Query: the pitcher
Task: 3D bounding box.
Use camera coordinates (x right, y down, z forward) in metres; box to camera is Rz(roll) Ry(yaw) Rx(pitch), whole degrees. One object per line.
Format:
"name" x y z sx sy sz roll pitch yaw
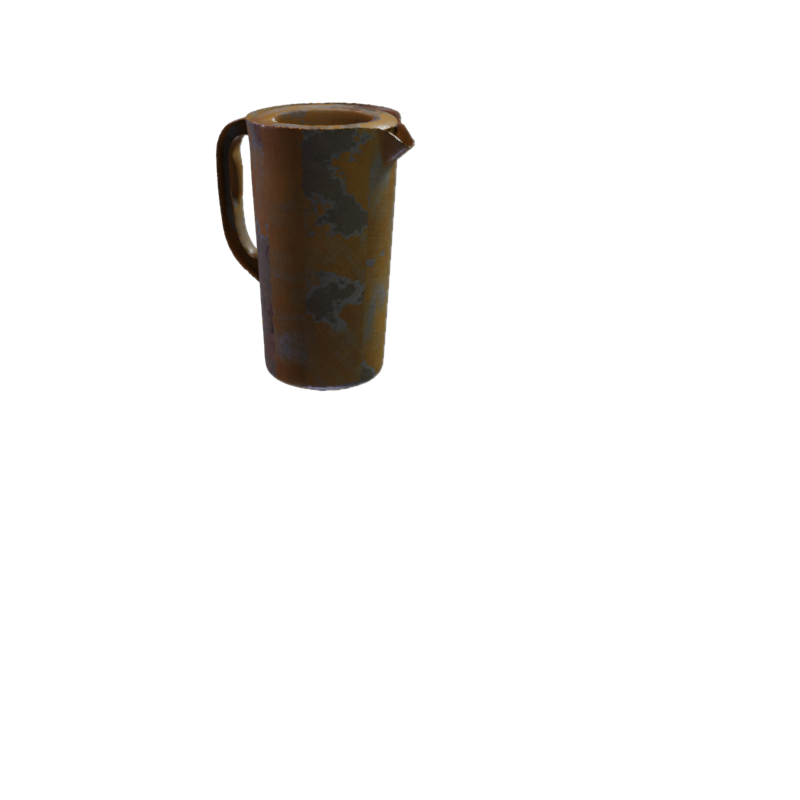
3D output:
"pitcher" -0.077 -0.140 0.980 0.142 0.233 0.158 -6 20 -19
